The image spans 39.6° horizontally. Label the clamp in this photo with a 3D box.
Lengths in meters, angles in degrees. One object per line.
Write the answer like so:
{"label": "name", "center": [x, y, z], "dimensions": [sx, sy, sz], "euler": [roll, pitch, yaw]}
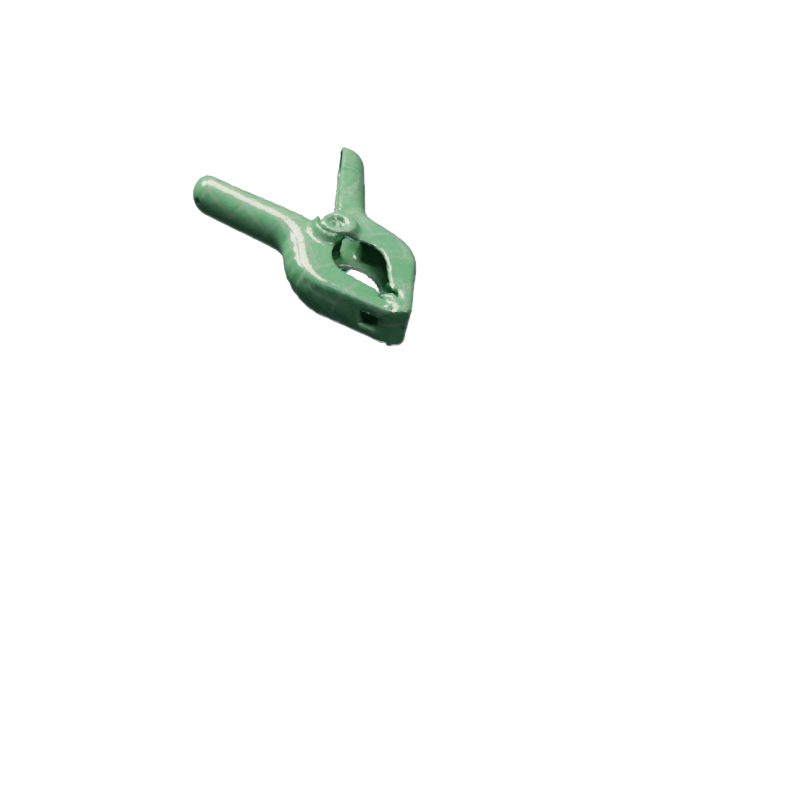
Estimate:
{"label": "clamp", "center": [-0.053, -0.097, 0.680], "dimensions": [0.119, 0.037, 0.186], "euler": [-15, 45, -16]}
